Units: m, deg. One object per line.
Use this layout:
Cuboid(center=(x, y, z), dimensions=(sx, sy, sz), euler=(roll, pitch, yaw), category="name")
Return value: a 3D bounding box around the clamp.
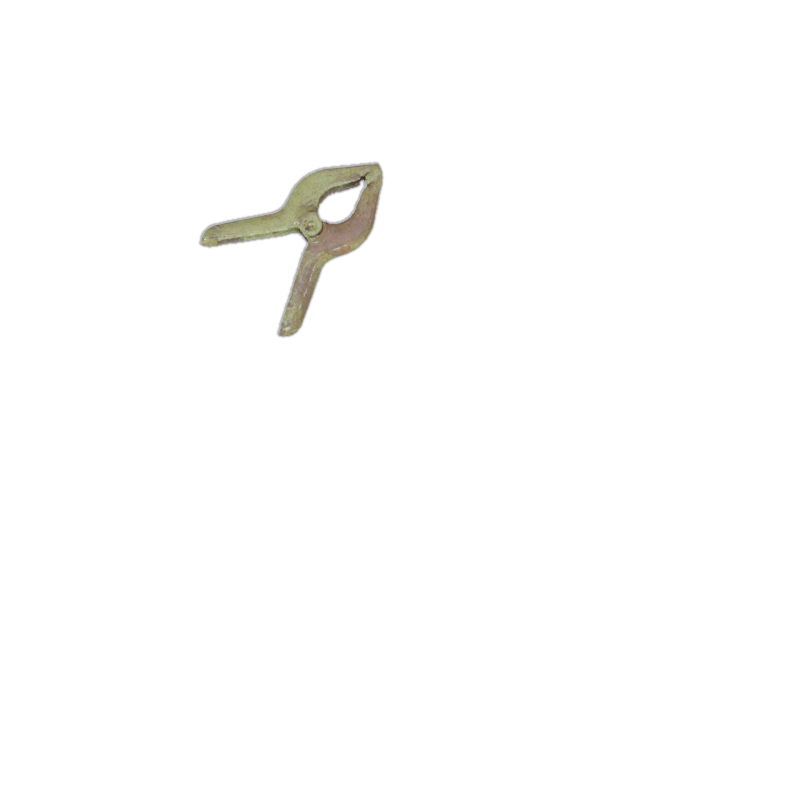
Cuboid(center=(-0.077, -0.140, 0.983), dimensions=(0.171, 0.121, 0.039), euler=(-32, -3, -2), category="clamp")
